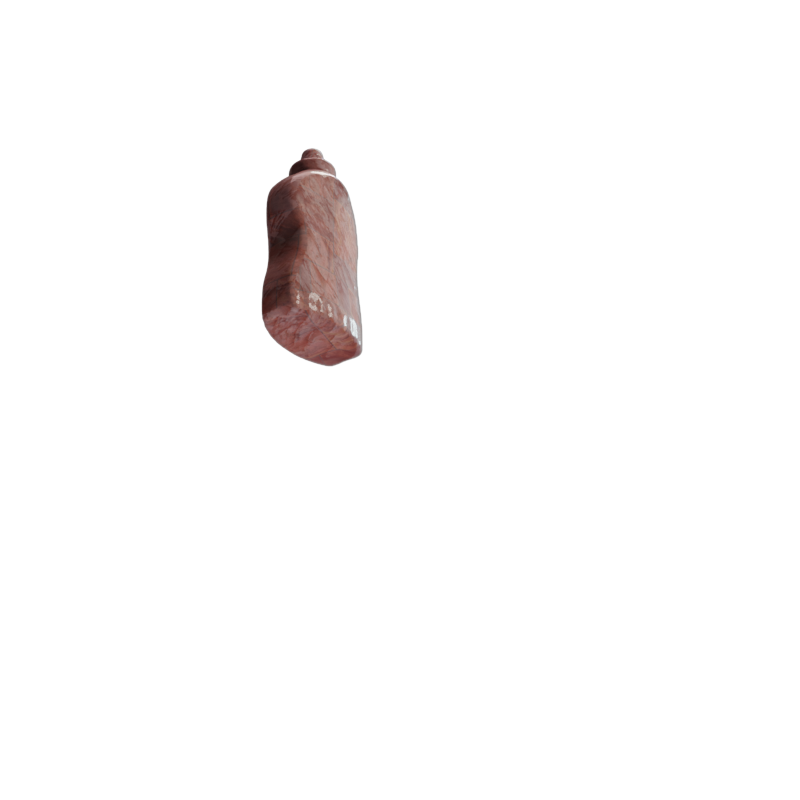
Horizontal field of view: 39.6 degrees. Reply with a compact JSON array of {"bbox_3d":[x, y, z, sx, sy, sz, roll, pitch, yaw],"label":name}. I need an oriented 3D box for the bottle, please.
[{"bbox_3d":[-0.072,-0.131,0.916,0.059,0.205,0.089,-24,-39,29],"label":"bottle"}]
